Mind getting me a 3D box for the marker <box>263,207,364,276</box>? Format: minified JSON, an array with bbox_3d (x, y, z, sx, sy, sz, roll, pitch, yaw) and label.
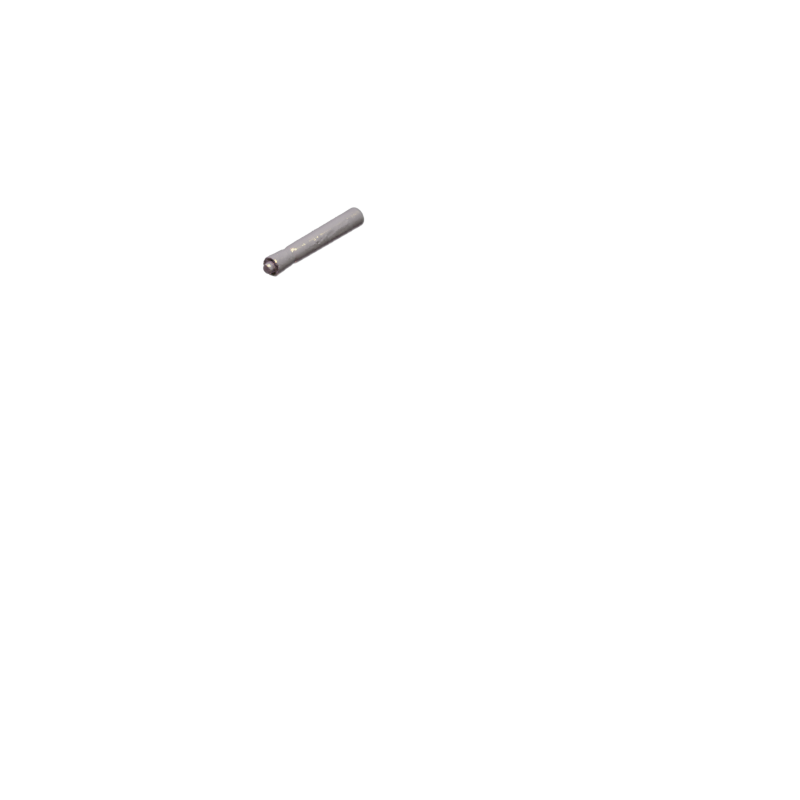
[{"bbox_3d":[-0.077,-0.141,0.985,0.021,0.019,0.122,3,31,43],"label":"marker"}]
